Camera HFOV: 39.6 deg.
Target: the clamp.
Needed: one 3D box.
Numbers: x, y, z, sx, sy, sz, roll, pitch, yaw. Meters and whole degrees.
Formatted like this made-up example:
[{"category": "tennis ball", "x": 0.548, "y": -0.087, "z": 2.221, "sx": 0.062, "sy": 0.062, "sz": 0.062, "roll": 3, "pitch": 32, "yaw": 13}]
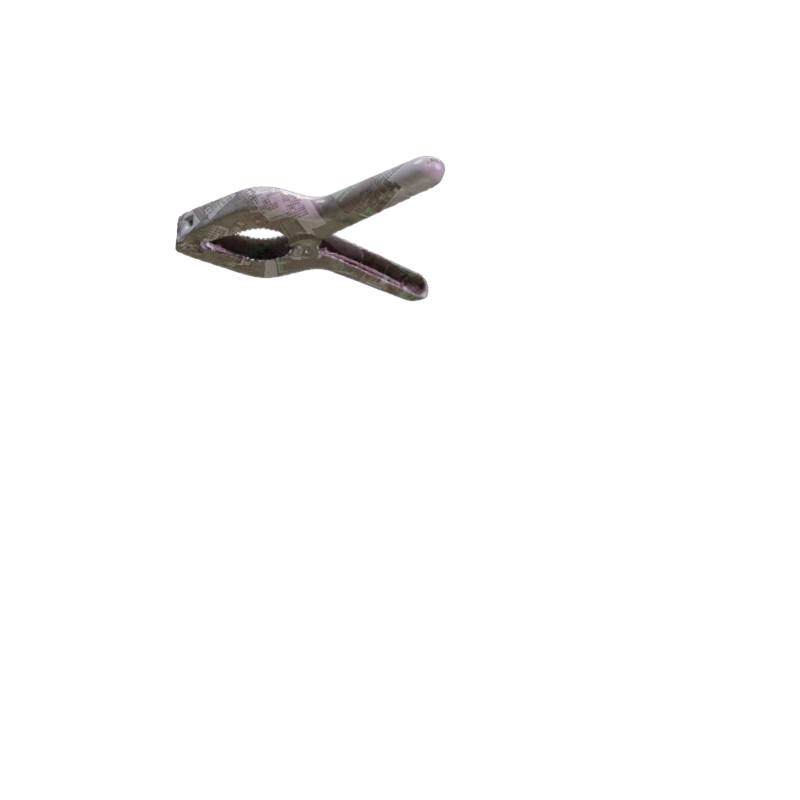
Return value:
[{"category": "clamp", "x": -0.068, "y": -0.124, "z": 0.870, "sx": 0.211, "sy": 0.039, "sz": 0.153, "roll": -3, "pitch": -34, "yaw": 5}]
